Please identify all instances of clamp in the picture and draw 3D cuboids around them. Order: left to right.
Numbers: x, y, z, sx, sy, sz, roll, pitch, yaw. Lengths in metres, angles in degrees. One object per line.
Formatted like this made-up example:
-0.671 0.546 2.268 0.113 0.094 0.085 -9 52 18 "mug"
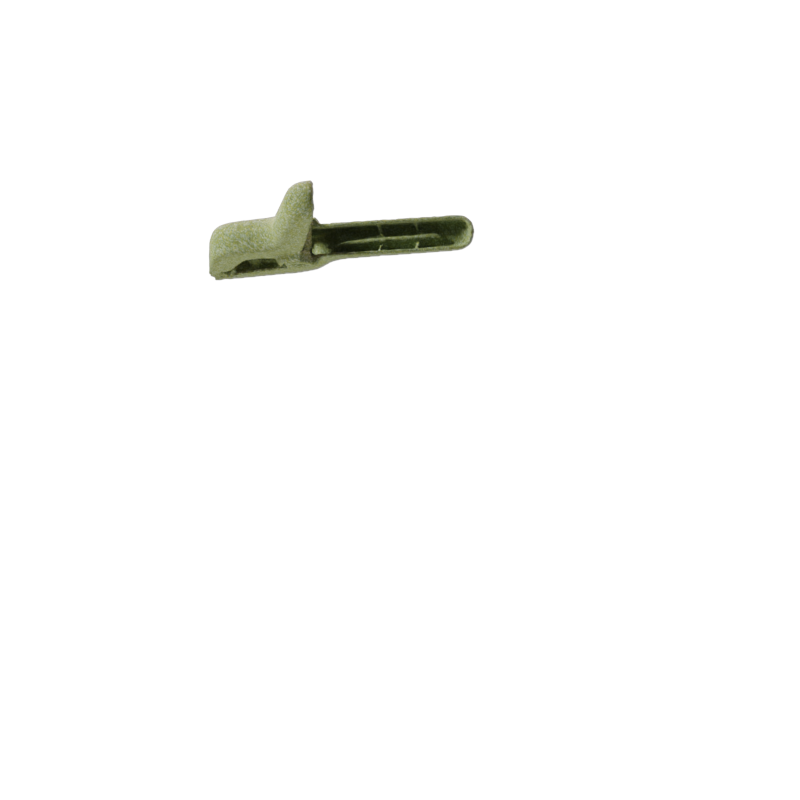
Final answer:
-0.063 -0.115 0.808 0.157 0.037 0.214 4 -7 -37 "clamp"
